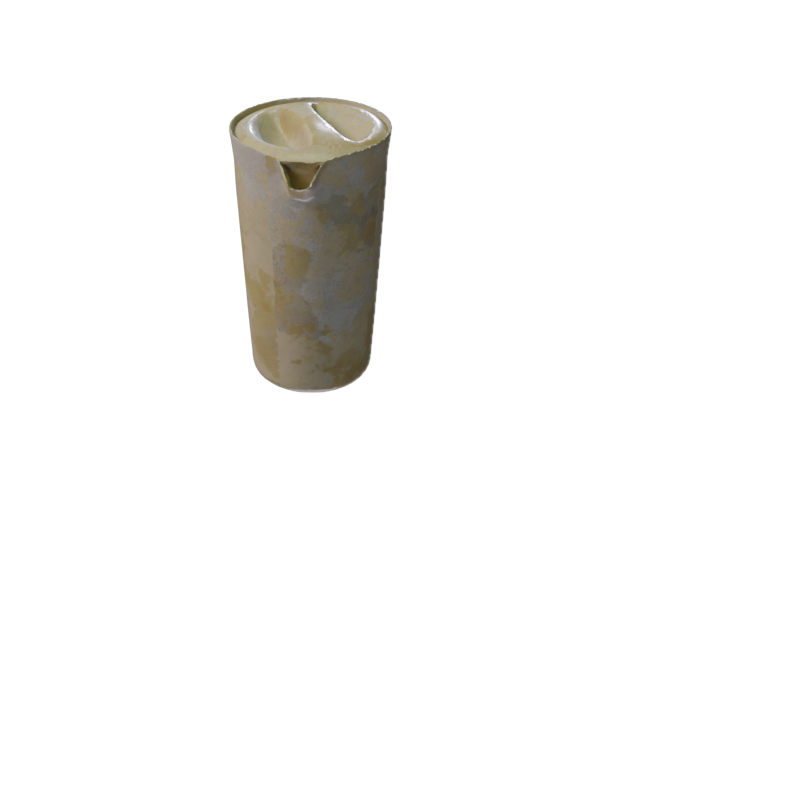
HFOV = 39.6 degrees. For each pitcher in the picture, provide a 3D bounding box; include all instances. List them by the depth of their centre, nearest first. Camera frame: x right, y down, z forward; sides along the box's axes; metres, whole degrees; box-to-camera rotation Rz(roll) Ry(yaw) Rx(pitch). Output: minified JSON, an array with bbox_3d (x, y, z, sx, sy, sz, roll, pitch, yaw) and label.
[{"bbox_3d":[-0.076,-0.139,0.970,0.148,0.228,0.155,-24,40,-36],"label":"pitcher"}]
